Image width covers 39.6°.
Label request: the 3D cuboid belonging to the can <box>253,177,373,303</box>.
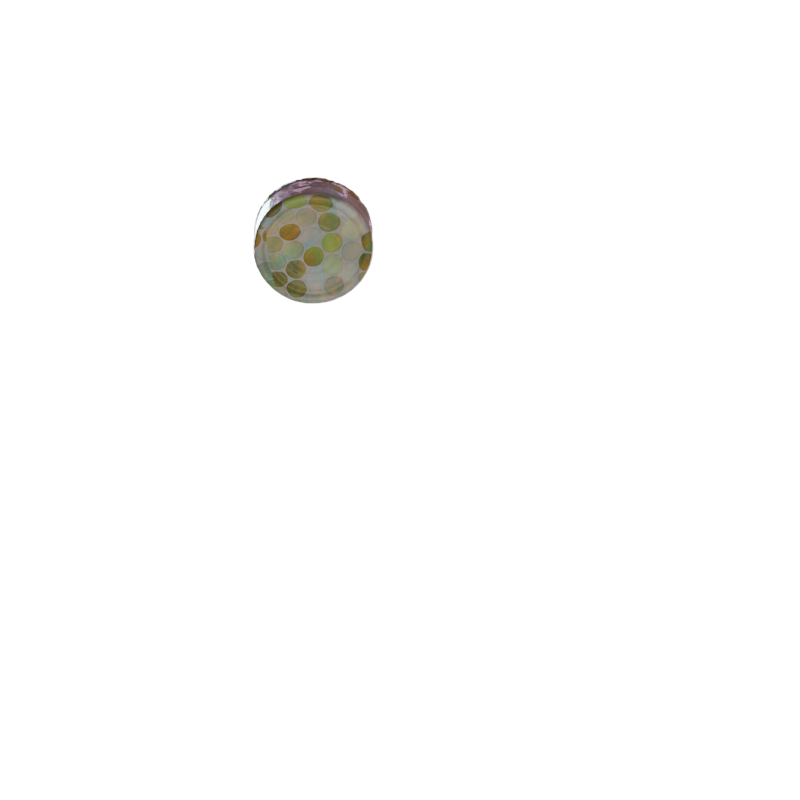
[{"bbox_3d":[-0.062,-0.113,0.789,0.086,0.081,0.035,1,25,-1],"label":"can"}]
